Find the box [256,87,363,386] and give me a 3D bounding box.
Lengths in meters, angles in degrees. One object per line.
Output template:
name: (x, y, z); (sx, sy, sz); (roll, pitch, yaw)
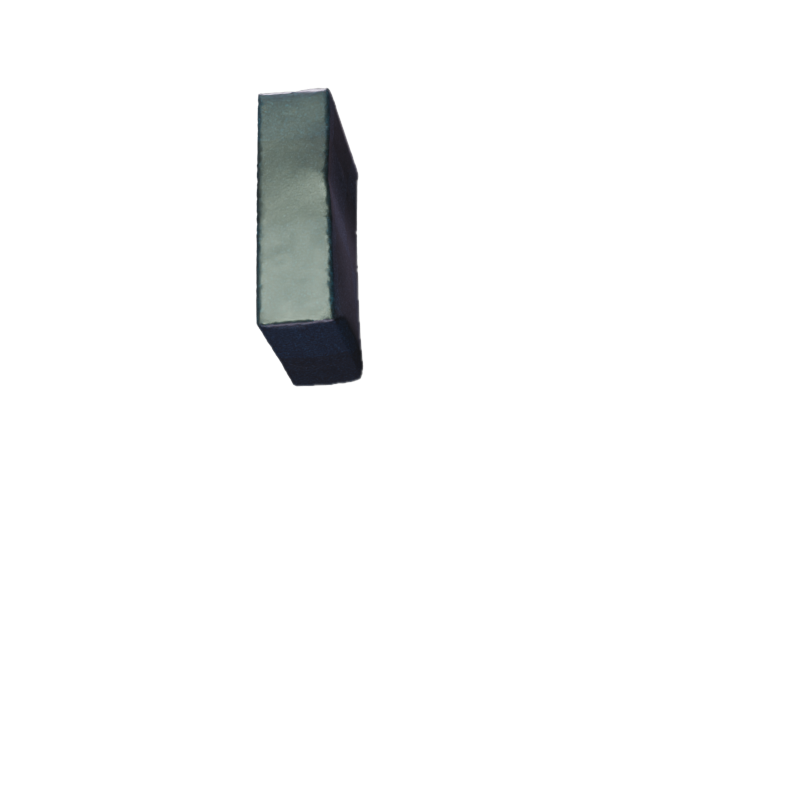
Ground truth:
box: (-0.076, -0.138, 0.965); (0.072, 0.225, 0.154); (-4, -22, 6)
